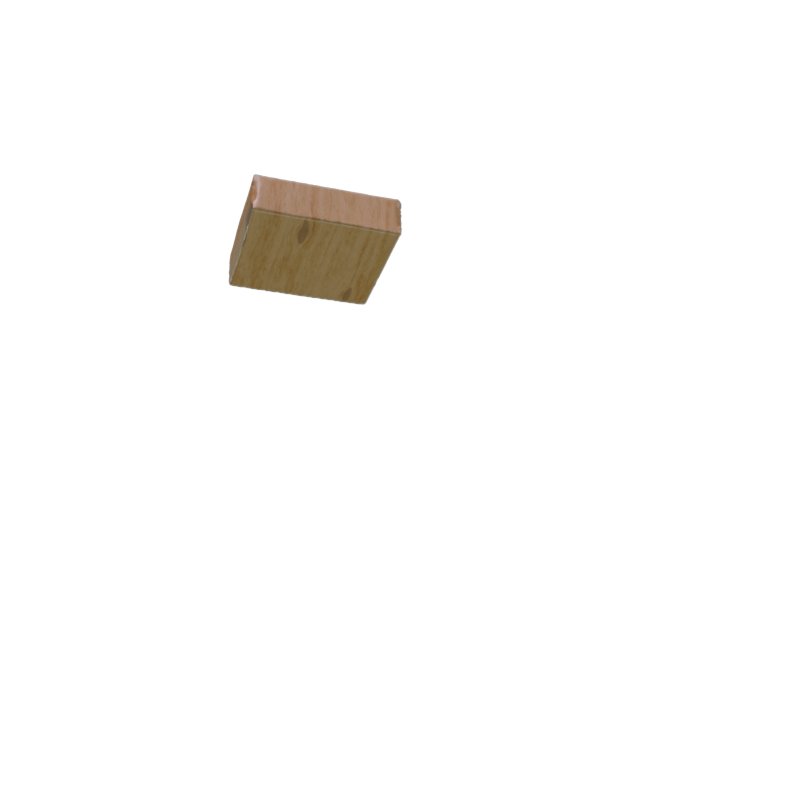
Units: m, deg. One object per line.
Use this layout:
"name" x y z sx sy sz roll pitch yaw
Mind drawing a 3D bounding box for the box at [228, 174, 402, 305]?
"box" -0.051 -0.093 0.654 0.088 0.032 0.070 8 -35 -12
